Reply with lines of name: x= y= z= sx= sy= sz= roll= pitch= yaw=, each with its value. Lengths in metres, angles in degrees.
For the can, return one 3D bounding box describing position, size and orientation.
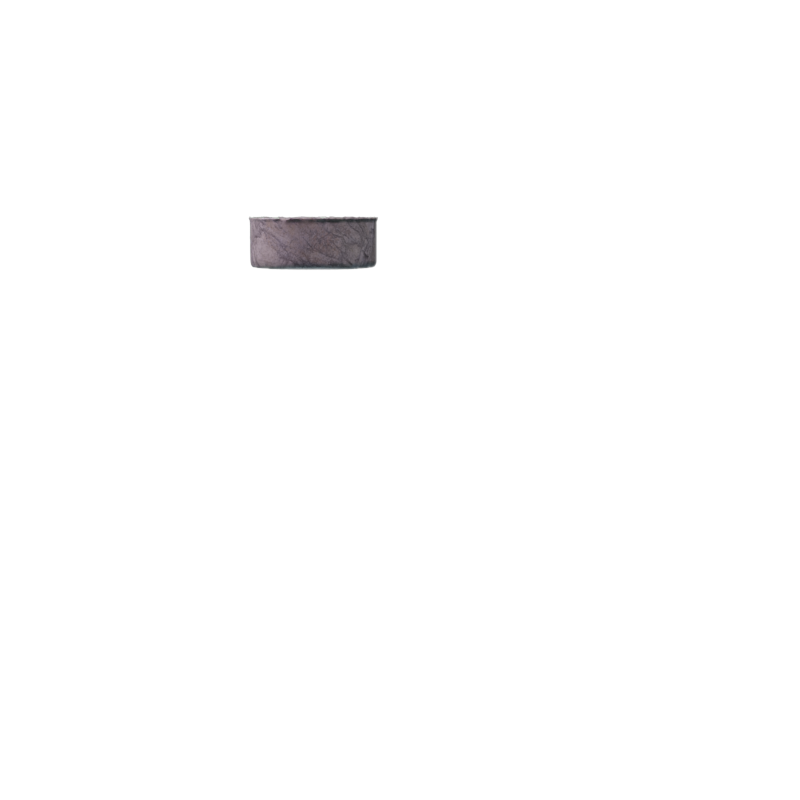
can: x=-0.058 y=-0.105 z=0.736 sx=0.086 sy=0.033 sz=0.087 roll=0 pitch=8 yaw=-2
